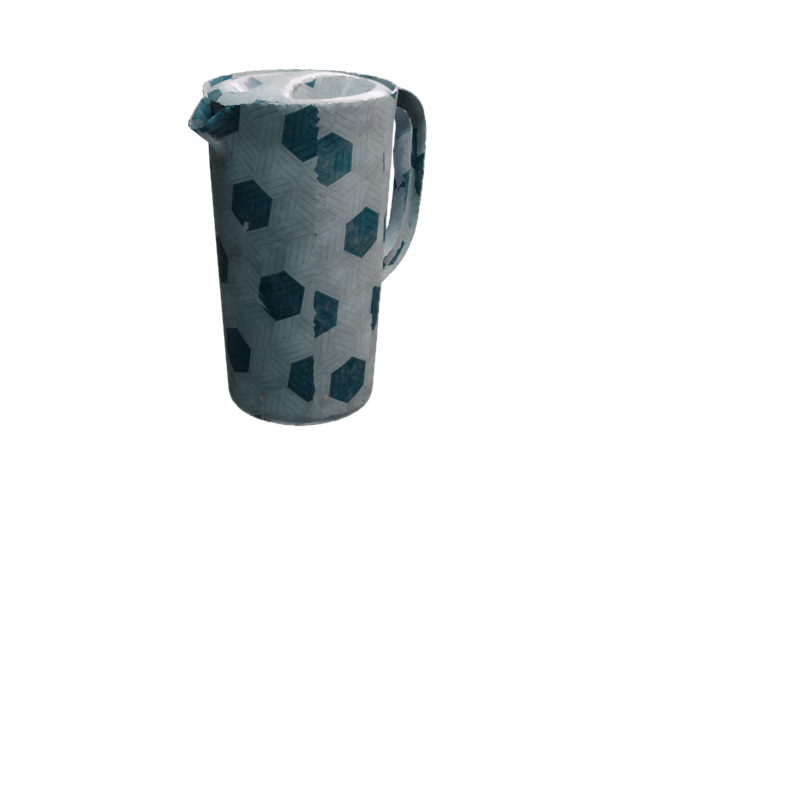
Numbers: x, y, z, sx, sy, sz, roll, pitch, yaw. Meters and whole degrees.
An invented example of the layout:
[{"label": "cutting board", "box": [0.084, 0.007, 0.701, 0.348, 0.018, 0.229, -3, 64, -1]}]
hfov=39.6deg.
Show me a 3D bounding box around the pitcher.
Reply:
[{"label": "pitcher", "box": [-0.062, -0.114, 0.795, 0.151, 0.232, 0.150, 4, 22, 7]}]
